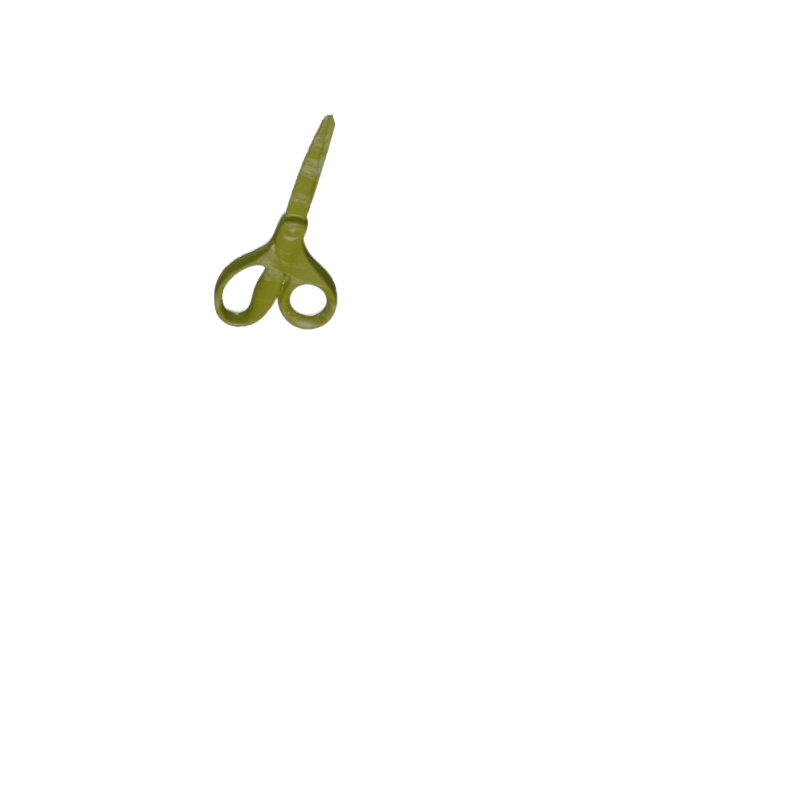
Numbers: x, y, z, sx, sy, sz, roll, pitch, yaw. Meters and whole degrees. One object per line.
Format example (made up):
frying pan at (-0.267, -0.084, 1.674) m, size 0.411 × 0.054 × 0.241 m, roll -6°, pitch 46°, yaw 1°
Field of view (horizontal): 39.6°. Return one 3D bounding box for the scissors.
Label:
scissors at (-0.059, -0.107, 0.750) m, size 0.092 × 0.017 × 0.197 m, roll 22°, pitch -44°, yaw -25°
